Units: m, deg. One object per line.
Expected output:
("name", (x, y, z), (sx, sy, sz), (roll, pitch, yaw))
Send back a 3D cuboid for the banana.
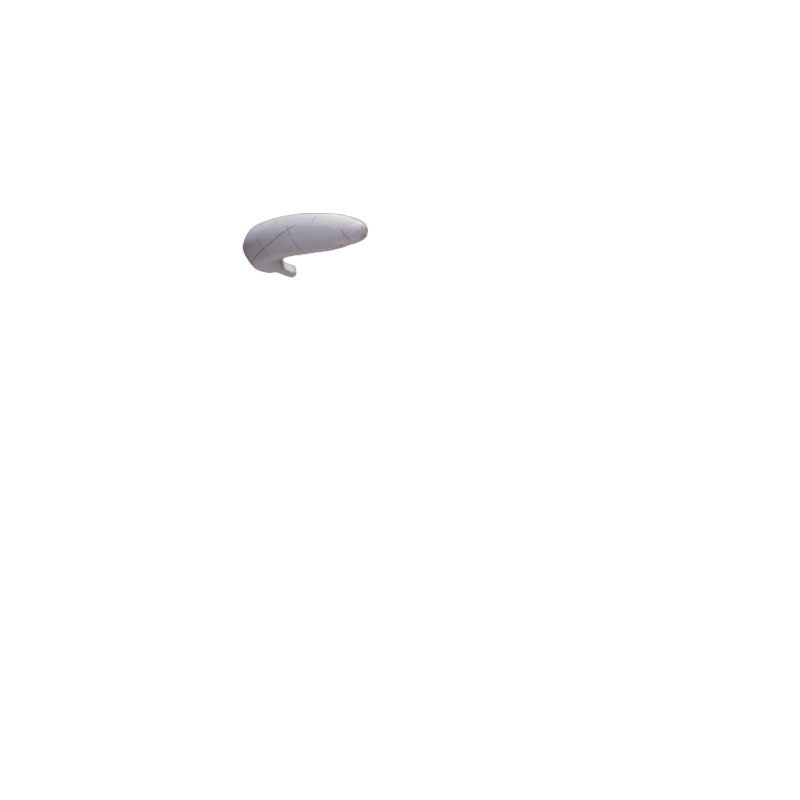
("banana", (-0.094, -0.137, 0.957), (0.068, 0.037, 0.200), (1, -2, -22))
